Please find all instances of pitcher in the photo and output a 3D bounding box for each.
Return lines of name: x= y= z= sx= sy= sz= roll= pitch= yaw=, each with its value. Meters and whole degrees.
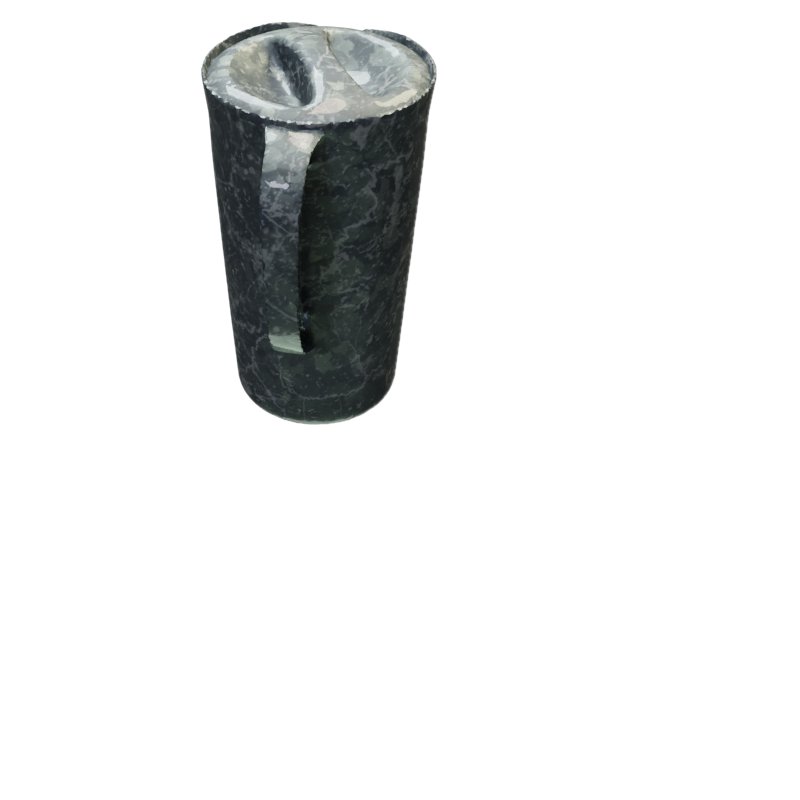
pitcher: x=-0.054 y=-0.098 z=0.685 sx=0.148 sy=0.227 sz=0.156 roll=-24 pitch=45 yaw=-29
